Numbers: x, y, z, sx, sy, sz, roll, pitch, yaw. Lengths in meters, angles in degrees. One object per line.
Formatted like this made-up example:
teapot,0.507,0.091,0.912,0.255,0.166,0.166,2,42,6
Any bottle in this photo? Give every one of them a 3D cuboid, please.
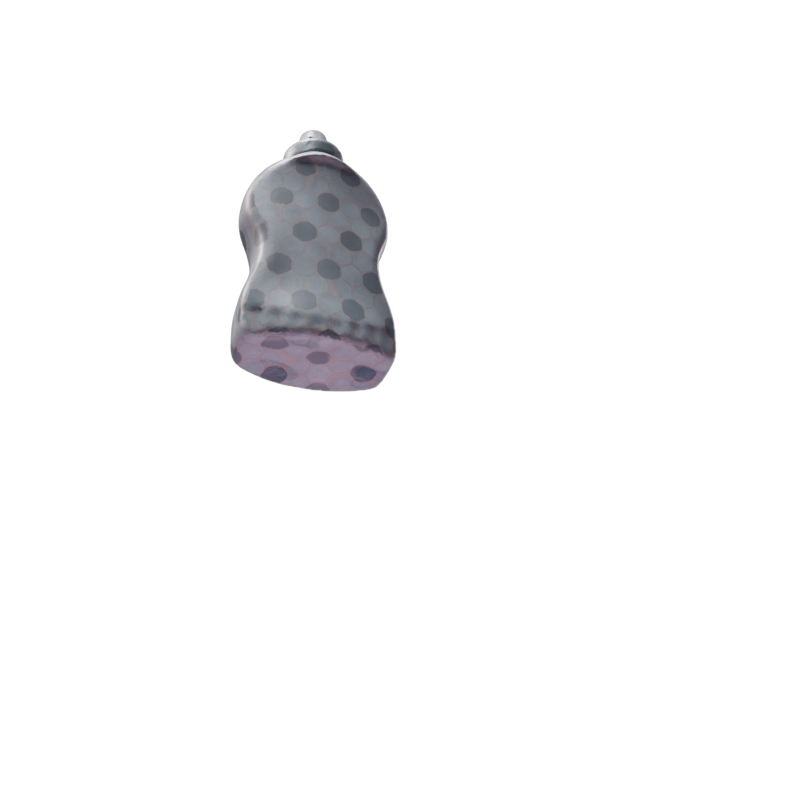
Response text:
bottle,-0.055,-0.100,0.706,0.094,0.206,0.055,8,-39,-13
